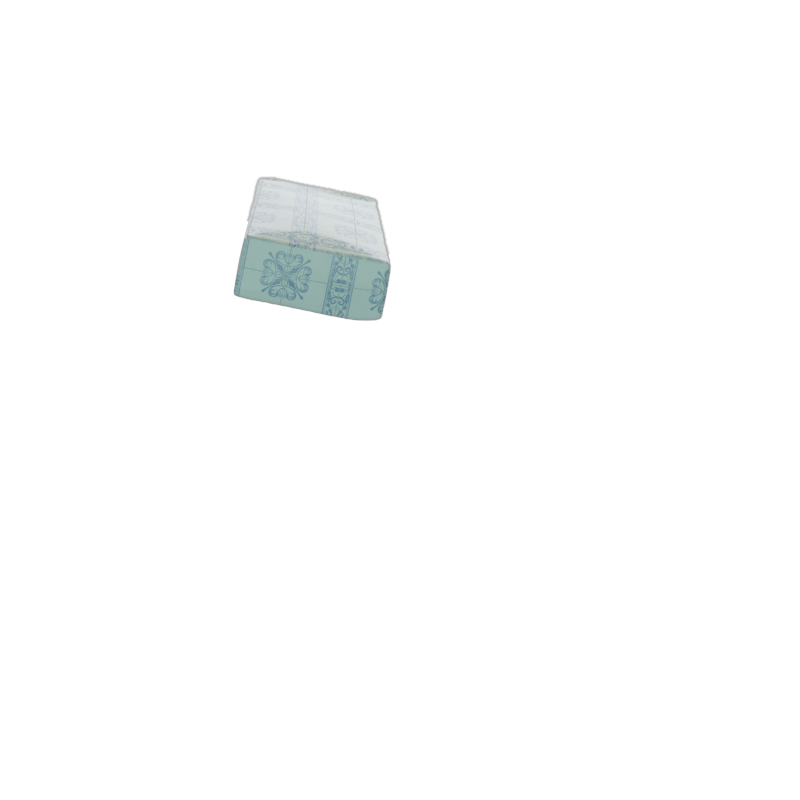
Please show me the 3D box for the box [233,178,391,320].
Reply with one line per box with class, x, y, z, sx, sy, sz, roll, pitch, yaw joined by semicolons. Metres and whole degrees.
box;-0.059;-0.108;0.752;0.092;0.046;0.185;10;23;-8
